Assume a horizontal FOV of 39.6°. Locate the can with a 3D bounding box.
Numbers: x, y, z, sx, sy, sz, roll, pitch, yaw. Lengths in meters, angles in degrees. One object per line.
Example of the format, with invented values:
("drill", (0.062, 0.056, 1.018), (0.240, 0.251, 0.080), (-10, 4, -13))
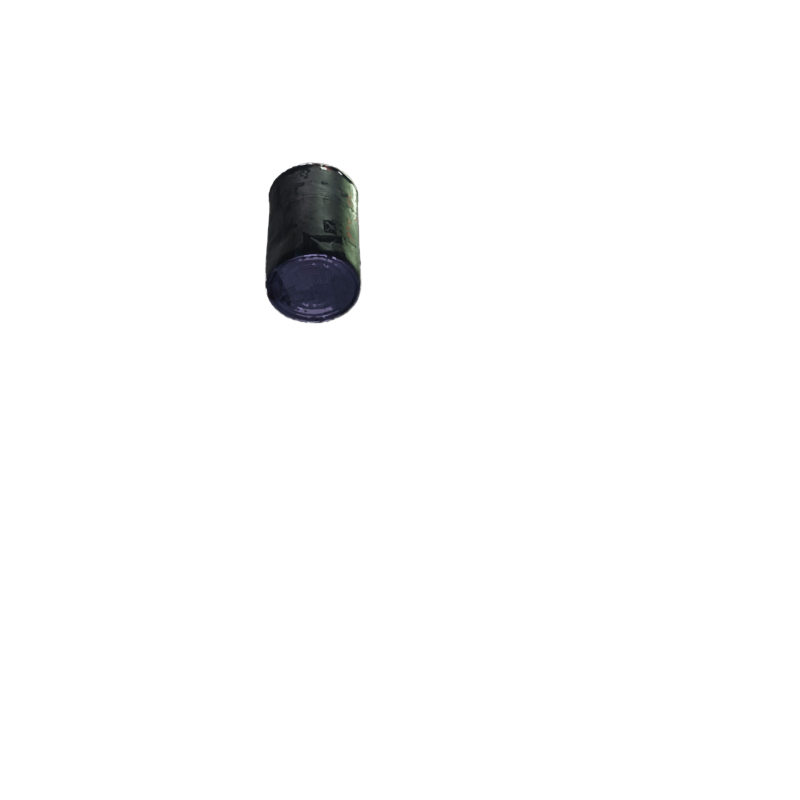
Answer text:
("can", (-0.062, -0.114, 0.795), (0.068, 0.064, 0.110), (-1, 44, -3))
